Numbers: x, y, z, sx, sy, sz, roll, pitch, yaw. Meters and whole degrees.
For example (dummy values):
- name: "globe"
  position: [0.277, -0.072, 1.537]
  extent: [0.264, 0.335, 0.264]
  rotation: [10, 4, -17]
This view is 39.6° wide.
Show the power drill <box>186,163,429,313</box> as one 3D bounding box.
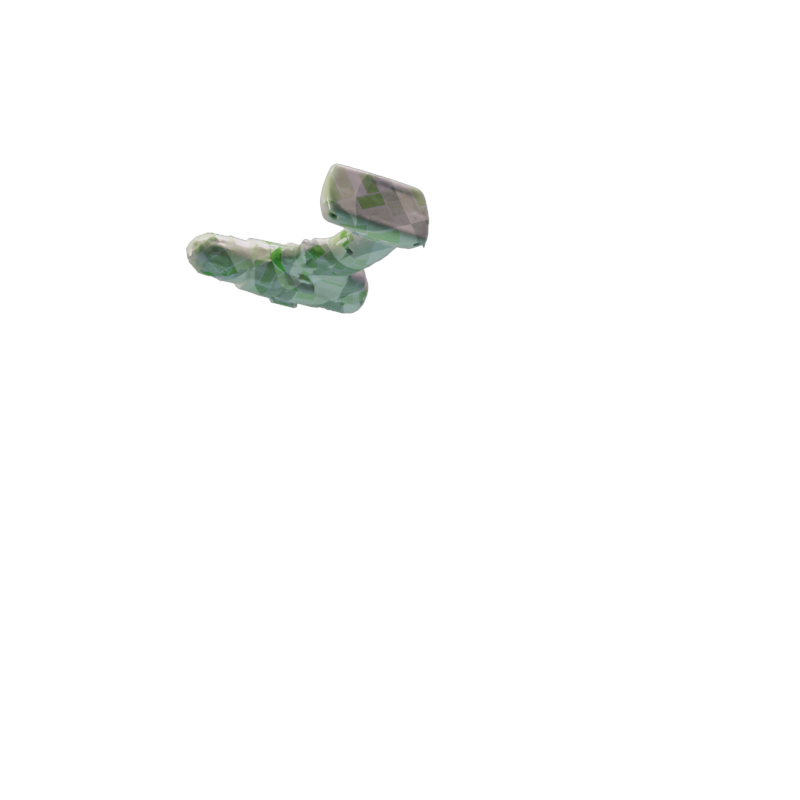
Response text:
- name: "power drill"
  position: [-0.078, -0.142, 0.997]
  extent: [0.176, 0.060, 0.186]
  rotation: [12, -24, -29]
